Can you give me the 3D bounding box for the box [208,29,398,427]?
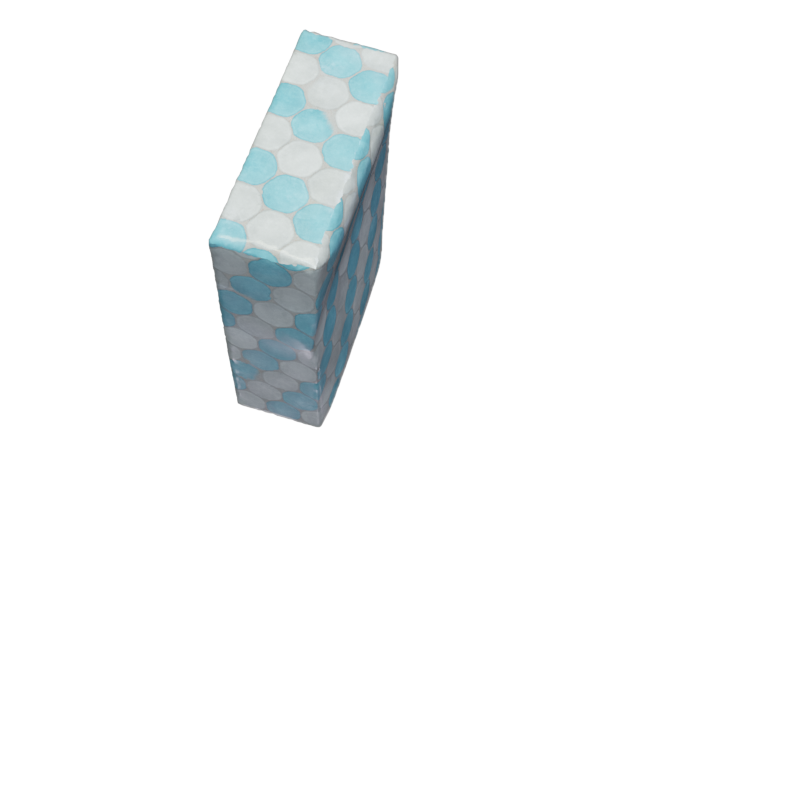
[{"bbox_3d":[-0.056,-0.102,0.717,0.073,0.172,0.201,15,-27,4],"label":"box"}]
